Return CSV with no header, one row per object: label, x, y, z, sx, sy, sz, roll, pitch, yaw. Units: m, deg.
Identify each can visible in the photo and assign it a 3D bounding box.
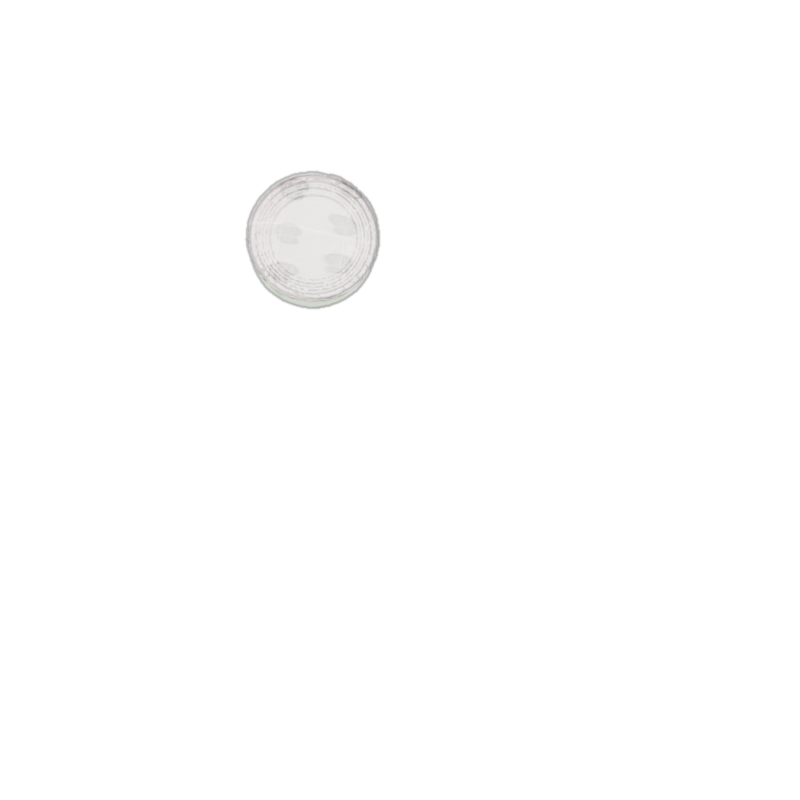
can,-0.057,-0.104,0.731,0.086,0.089,0.033,0,-12,-1
